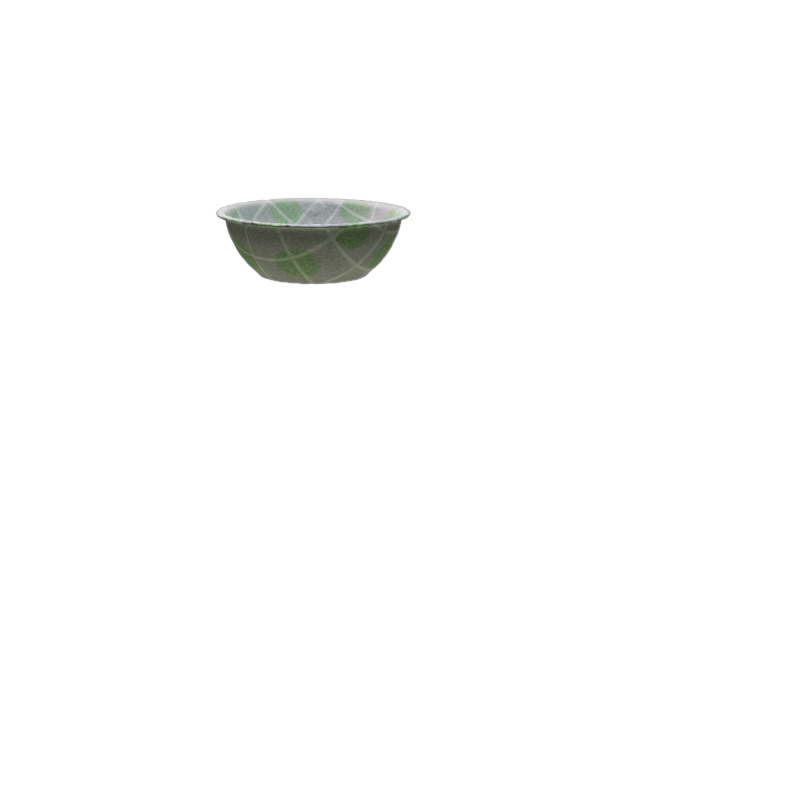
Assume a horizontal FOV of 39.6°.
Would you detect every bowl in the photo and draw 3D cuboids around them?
[{"bbox_3d":[-0.072,-0.132,0.924,0.162,0.053,0.167,-1,16,-2],"label":"bowl"}]
